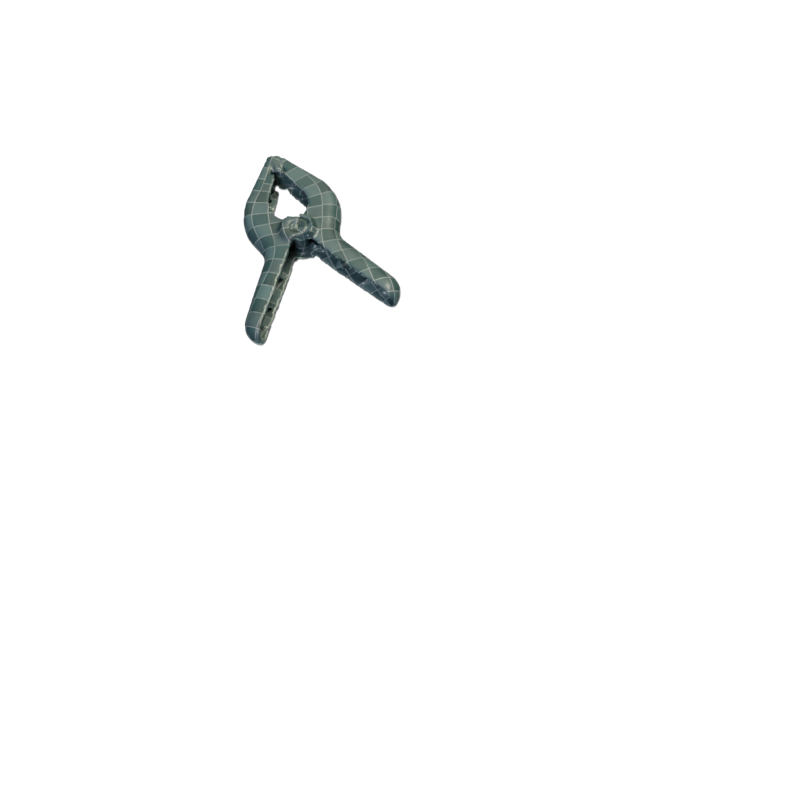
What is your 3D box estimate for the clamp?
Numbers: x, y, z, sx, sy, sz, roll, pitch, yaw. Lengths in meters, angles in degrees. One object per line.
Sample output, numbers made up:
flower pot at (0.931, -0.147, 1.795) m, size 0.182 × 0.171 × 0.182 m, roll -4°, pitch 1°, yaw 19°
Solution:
clamp at (-0.069, -0.125, 0.878) m, size 0.119 × 0.184 × 0.037 m, roll -7°, pitch -32°, yaw -5°
